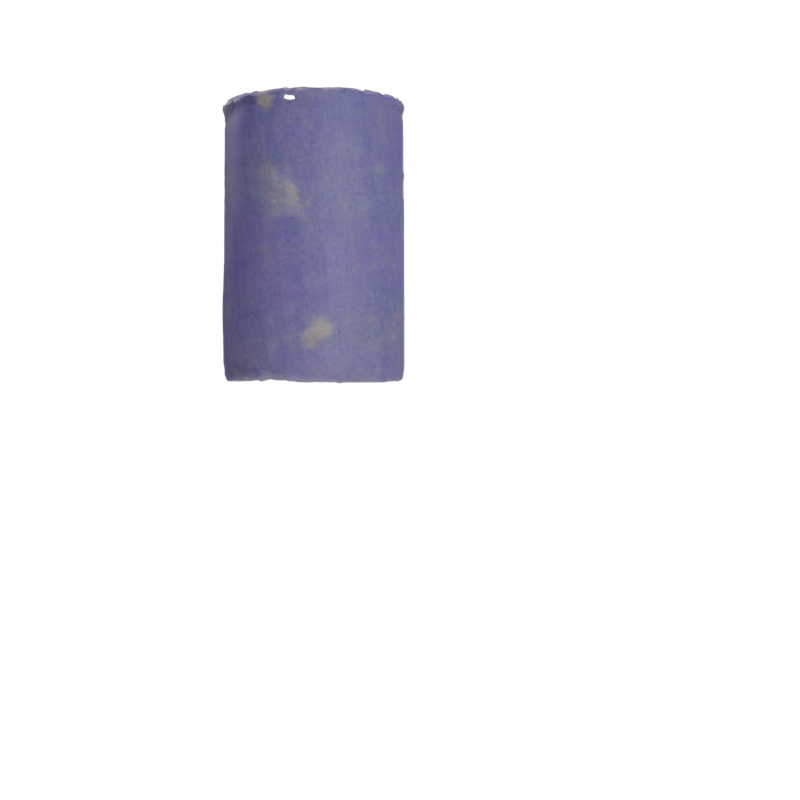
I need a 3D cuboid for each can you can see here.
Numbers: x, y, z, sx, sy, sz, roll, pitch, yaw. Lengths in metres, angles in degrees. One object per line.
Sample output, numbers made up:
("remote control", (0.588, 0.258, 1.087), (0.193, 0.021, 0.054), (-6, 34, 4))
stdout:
("can", (-0.032, -0.059, 0.410), (0.068, 0.103, 0.068), (0, -3, -2))
